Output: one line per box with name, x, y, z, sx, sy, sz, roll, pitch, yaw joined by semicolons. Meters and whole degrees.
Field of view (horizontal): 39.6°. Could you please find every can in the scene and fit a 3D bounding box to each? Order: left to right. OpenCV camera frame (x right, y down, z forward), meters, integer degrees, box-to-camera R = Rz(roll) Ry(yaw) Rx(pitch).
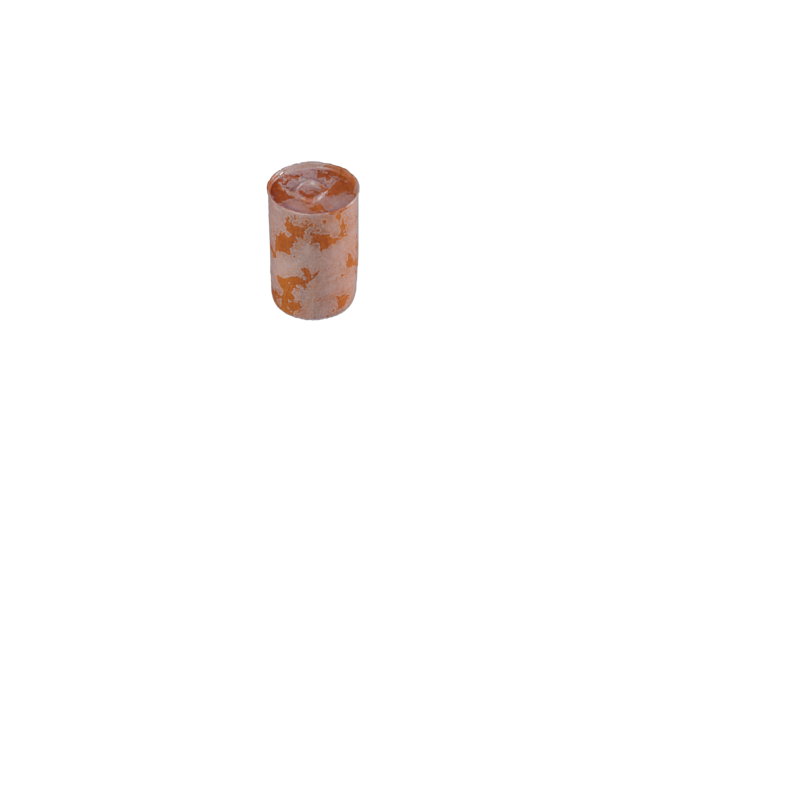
can;-0.066;-0.119;0.837;0.068;0.095;0.073;0;41;-3
